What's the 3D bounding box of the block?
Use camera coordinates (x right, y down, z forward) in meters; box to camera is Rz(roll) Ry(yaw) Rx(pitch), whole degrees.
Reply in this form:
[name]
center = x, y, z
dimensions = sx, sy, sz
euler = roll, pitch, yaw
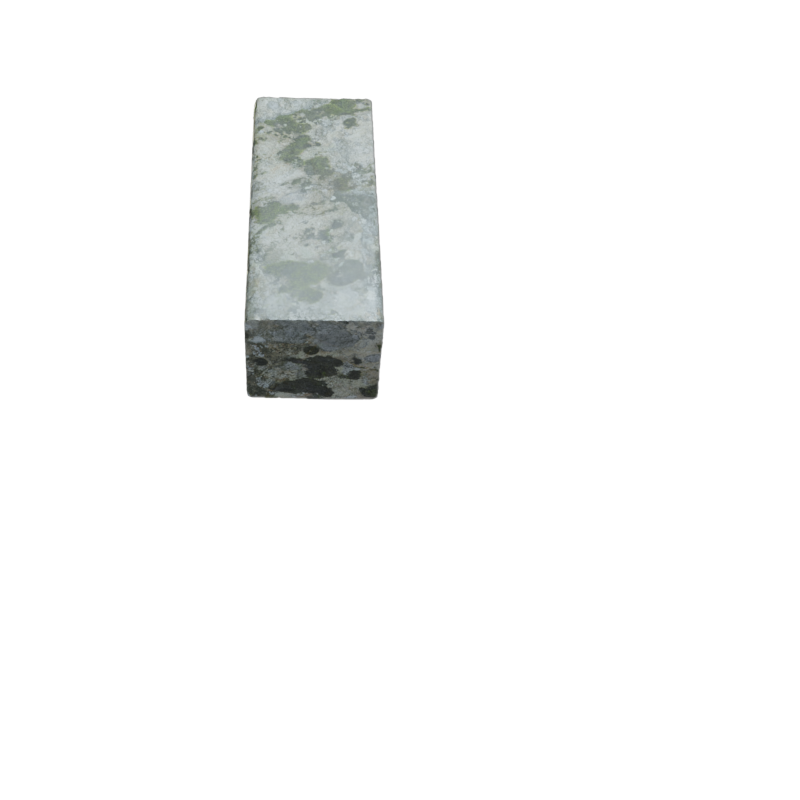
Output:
[block]
center = -0.062, -0.112, 0.783
dimensions = 0.090, 0.221, 0.085
euler = 0, -37, -4
